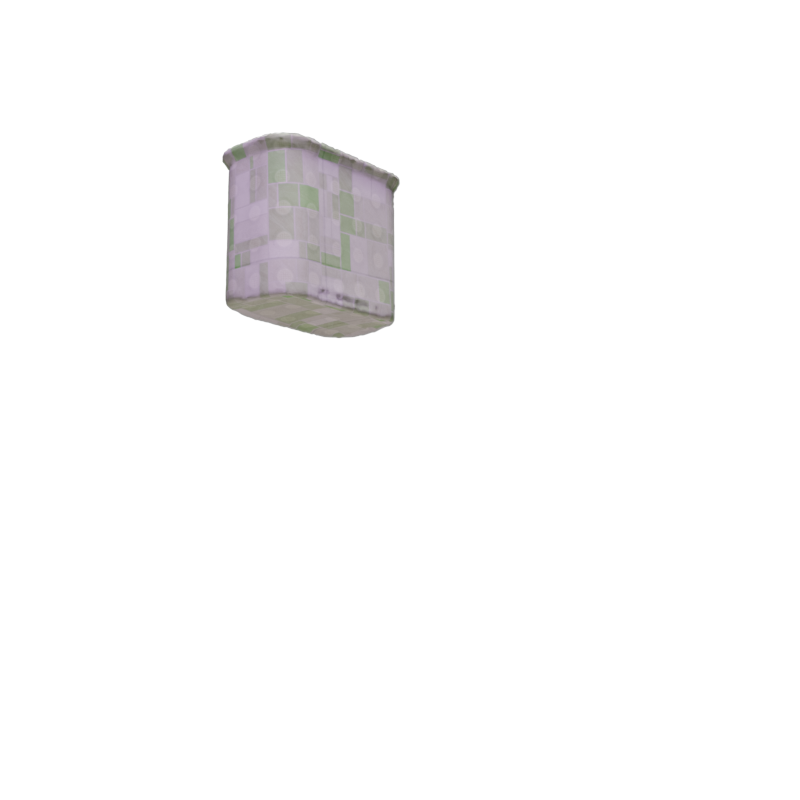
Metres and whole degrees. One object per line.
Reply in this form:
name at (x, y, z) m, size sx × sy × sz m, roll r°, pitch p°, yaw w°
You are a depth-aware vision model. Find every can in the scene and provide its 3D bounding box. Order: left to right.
can at (-0.046, -0.084, 0.587) m, size 0.059 × 0.087 × 0.096 m, roll -14°, pitch -19°, yaw 39°
